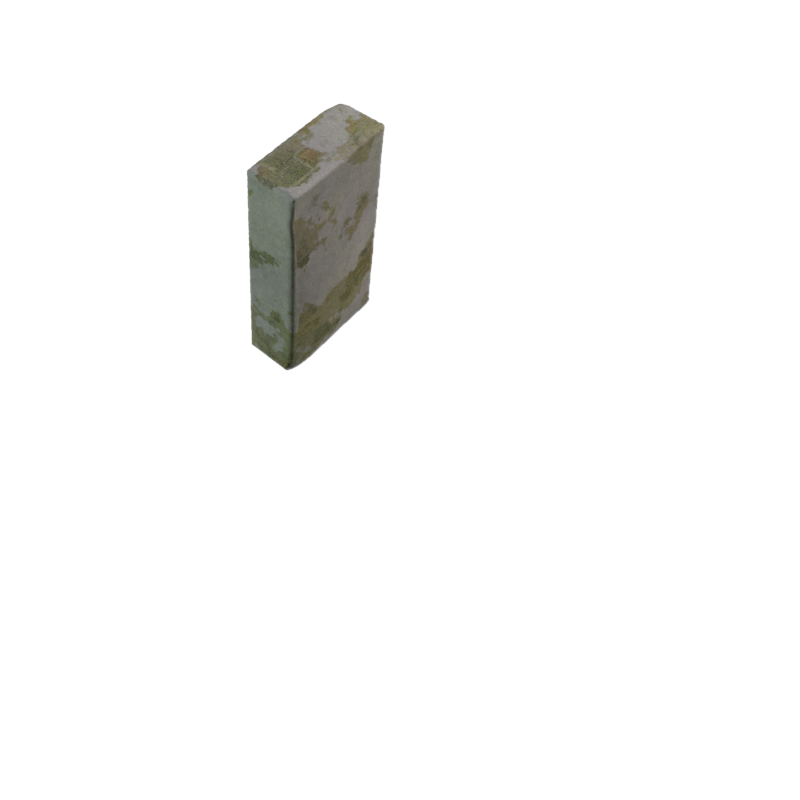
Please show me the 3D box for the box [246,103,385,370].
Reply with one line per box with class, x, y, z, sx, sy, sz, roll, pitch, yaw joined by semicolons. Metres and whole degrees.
box;-0.059;-0.108;0.752;0.051;0.164;0.095;32;55;21
